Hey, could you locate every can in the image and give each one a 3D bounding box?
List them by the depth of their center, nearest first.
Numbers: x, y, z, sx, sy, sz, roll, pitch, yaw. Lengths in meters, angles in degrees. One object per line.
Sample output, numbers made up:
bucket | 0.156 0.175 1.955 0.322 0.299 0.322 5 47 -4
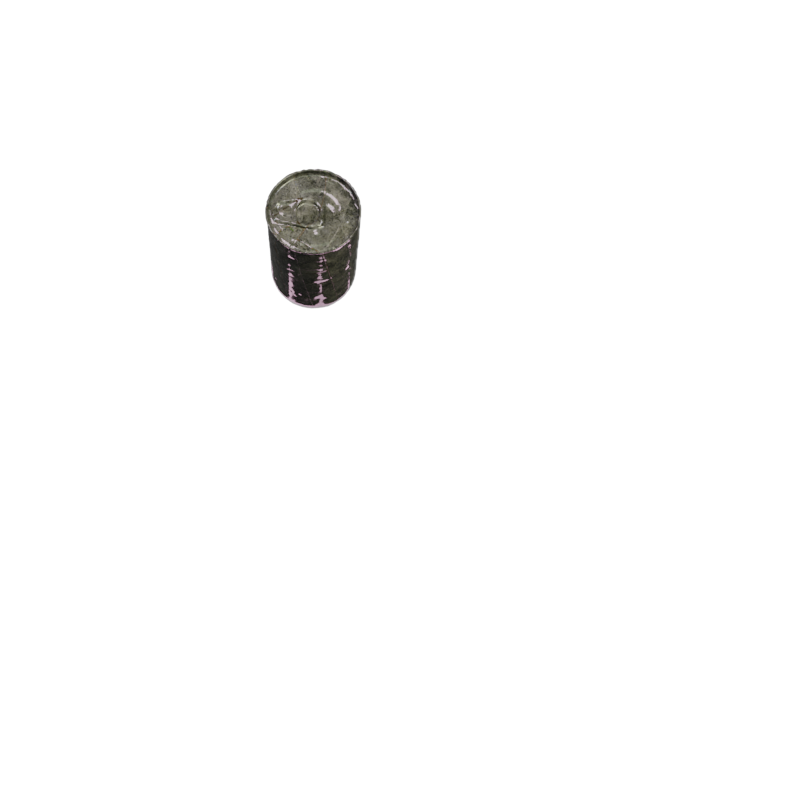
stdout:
can | -0.065 -0.118 0.825 0.068 0.072 0.097 0 -21 -3
